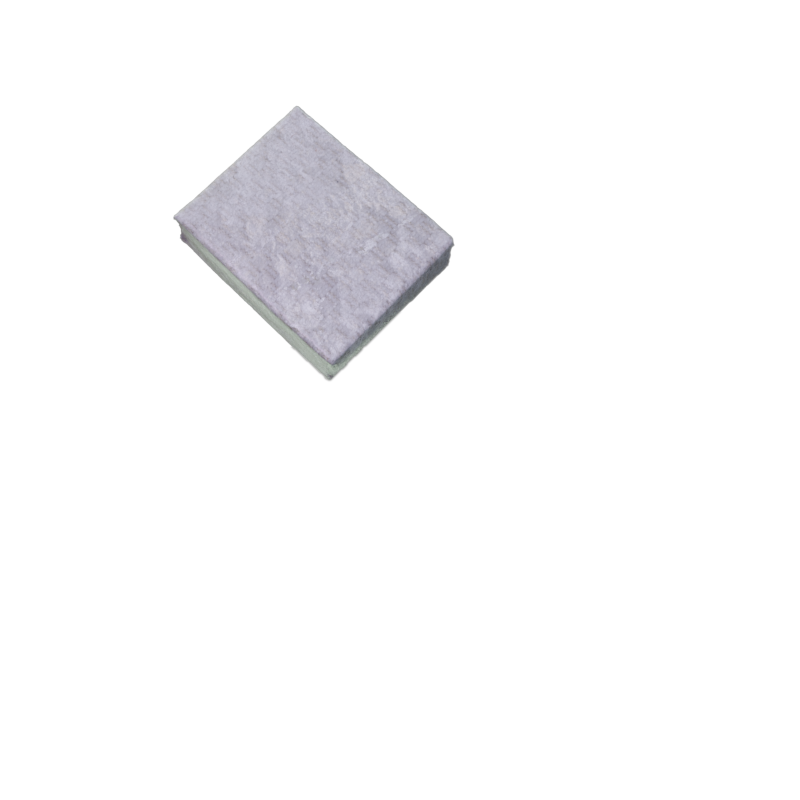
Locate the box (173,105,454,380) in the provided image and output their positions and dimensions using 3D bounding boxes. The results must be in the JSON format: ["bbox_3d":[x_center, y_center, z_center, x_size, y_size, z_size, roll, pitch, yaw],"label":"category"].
[{"bbox_3d":[-0.044,-0.081,0.563,0.118,0.091,0.037,41,-17,15],"label":"box"}]
